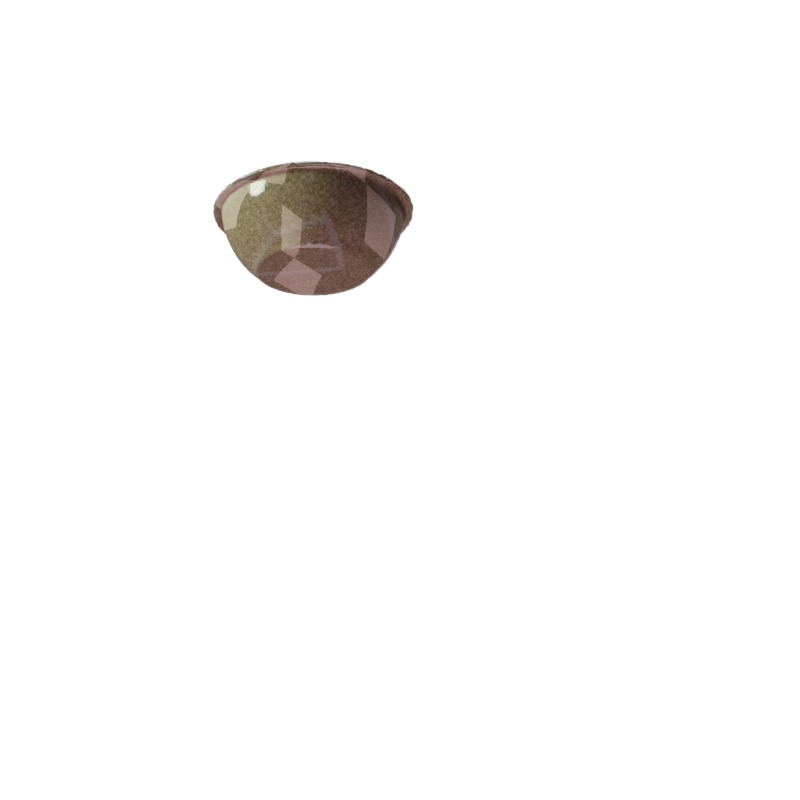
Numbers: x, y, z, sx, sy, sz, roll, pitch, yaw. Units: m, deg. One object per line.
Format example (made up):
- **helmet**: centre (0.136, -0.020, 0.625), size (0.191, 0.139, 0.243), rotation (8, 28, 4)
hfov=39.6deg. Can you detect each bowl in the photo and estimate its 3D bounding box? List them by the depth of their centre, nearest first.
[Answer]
- **bowl**: centre (-0.069, -0.126, 0.885), size (0.162, 0.058, 0.154), rotation (1, -21, -2)
